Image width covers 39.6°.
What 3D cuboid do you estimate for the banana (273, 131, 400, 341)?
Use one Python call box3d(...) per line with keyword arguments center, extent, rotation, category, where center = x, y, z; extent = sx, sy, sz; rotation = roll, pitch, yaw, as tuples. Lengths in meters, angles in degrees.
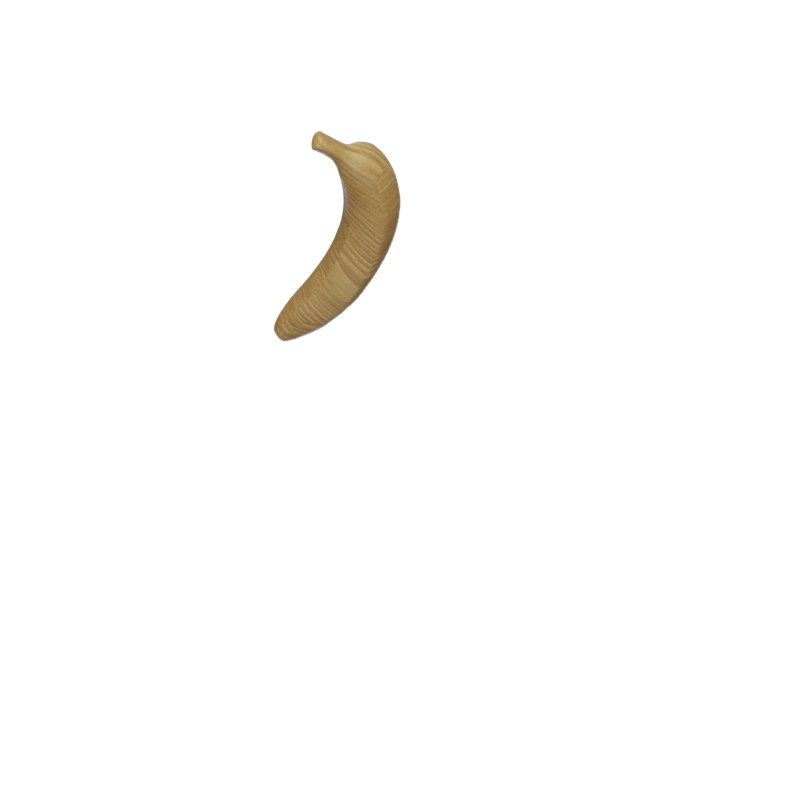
box3d(center=(-0.040, -0.108, 0.751), extent=(0.069, 0.039, 0.186), rotation=(7, -42, -9), category="banana")
